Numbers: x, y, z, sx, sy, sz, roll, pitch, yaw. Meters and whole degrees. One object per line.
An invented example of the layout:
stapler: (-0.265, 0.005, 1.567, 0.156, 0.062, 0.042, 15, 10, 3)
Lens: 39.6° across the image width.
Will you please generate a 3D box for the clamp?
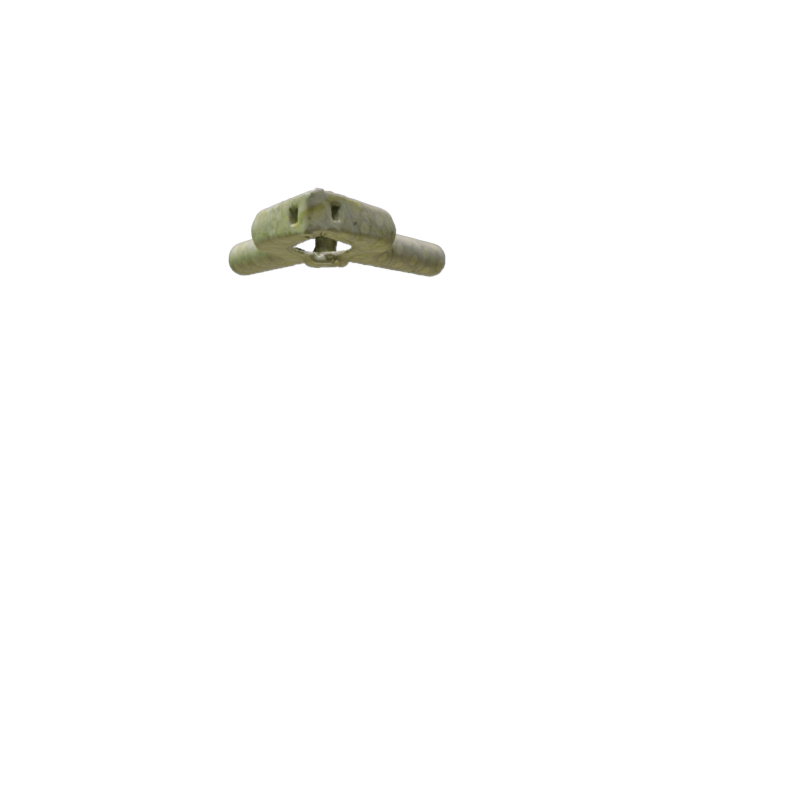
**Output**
clamp: (-0.060, -0.109, 0.765, 0.167, 0.037, 0.204, 0, -2, 10)
